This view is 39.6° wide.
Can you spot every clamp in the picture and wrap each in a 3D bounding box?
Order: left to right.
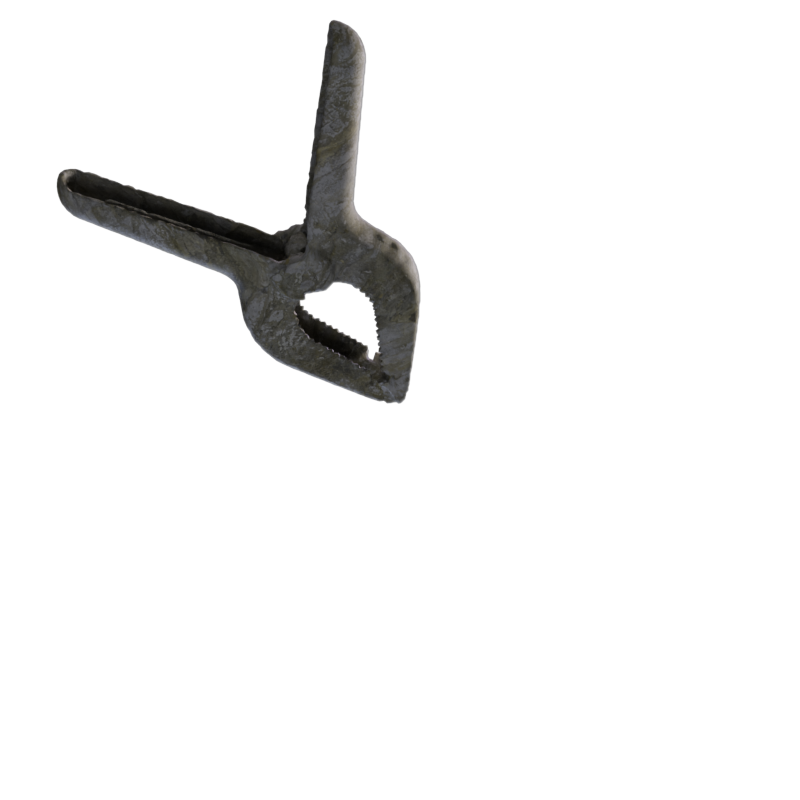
[{"bbox_3d":[-0.044,-0.079,0.556,0.164,0.197,0.039,-31,31,21],"label":"clamp"}]
